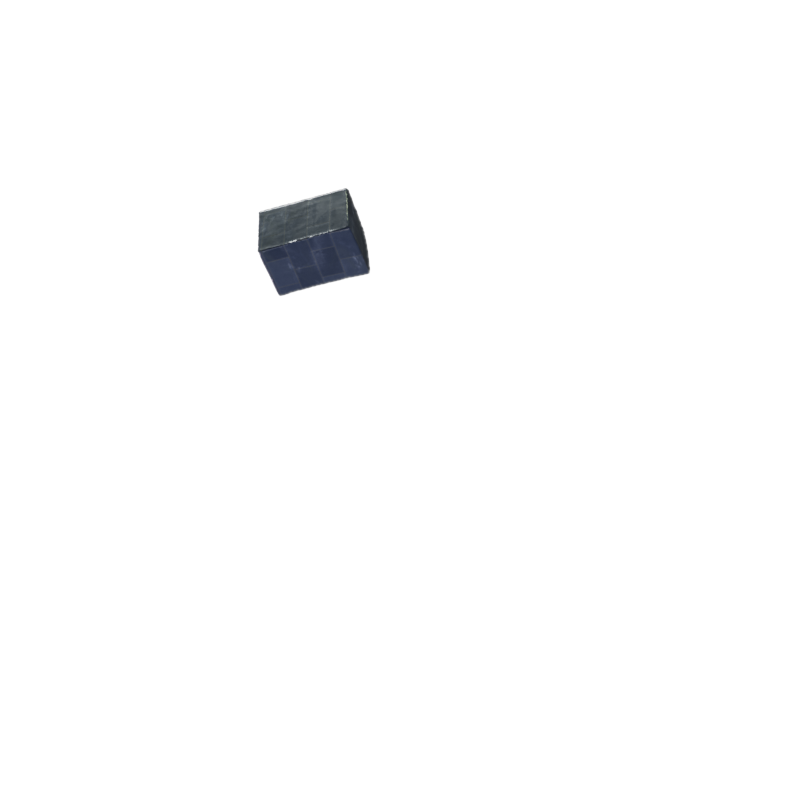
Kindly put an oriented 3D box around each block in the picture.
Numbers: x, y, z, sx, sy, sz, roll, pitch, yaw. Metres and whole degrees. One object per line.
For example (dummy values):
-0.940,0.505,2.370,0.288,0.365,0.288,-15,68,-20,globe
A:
-0.069,-0.126,0.883,0.078,0.055,0.049,-13,-46,11,block
